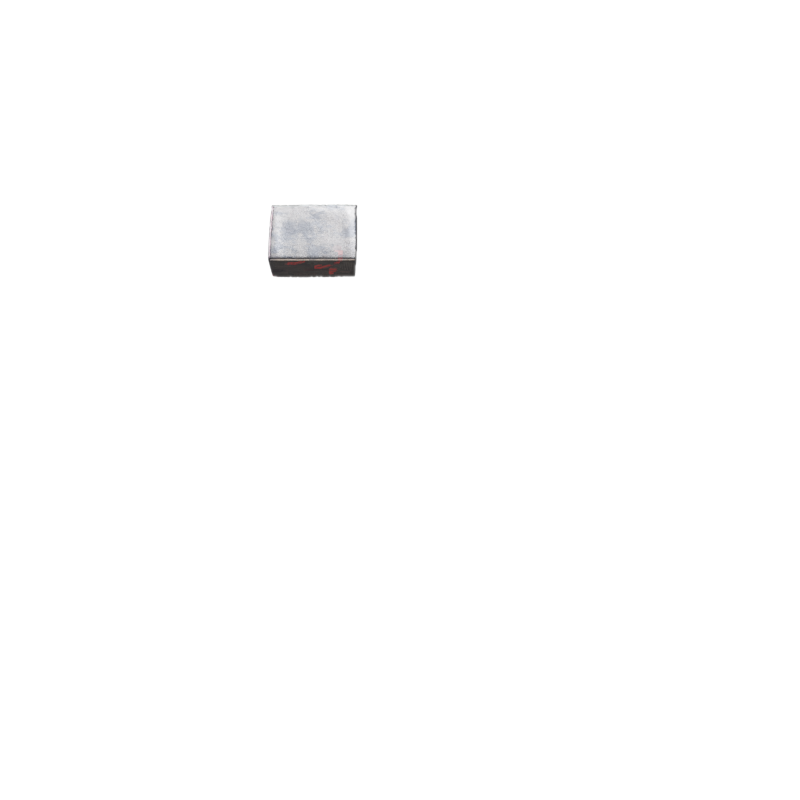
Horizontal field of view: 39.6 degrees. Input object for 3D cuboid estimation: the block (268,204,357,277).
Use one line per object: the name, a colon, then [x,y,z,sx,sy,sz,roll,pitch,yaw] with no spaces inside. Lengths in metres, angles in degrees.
block: [-0.077,-0.141,0.989,0.078,0.053,0.051,0,-15,-1]
